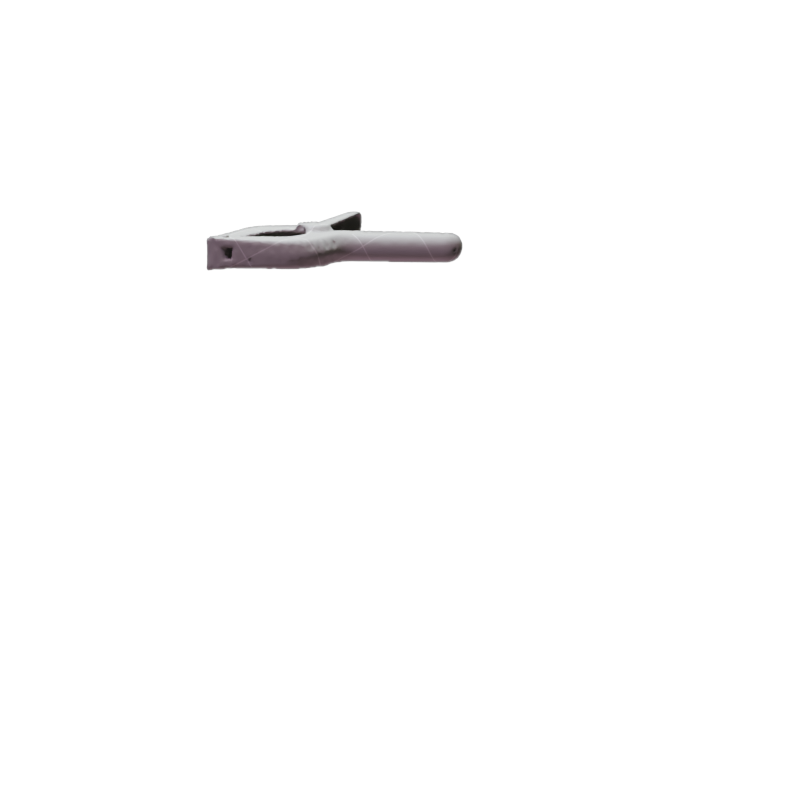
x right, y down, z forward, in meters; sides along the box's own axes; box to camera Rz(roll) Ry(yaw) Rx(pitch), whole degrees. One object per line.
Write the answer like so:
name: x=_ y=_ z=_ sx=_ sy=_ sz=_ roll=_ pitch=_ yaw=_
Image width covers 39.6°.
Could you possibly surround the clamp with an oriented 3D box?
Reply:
clamp: x=-0.076 y=-0.138 z=0.966 sx=0.205 sy=0.035 sz=0.174 roll=-8 pitch=18 yaw=-26
